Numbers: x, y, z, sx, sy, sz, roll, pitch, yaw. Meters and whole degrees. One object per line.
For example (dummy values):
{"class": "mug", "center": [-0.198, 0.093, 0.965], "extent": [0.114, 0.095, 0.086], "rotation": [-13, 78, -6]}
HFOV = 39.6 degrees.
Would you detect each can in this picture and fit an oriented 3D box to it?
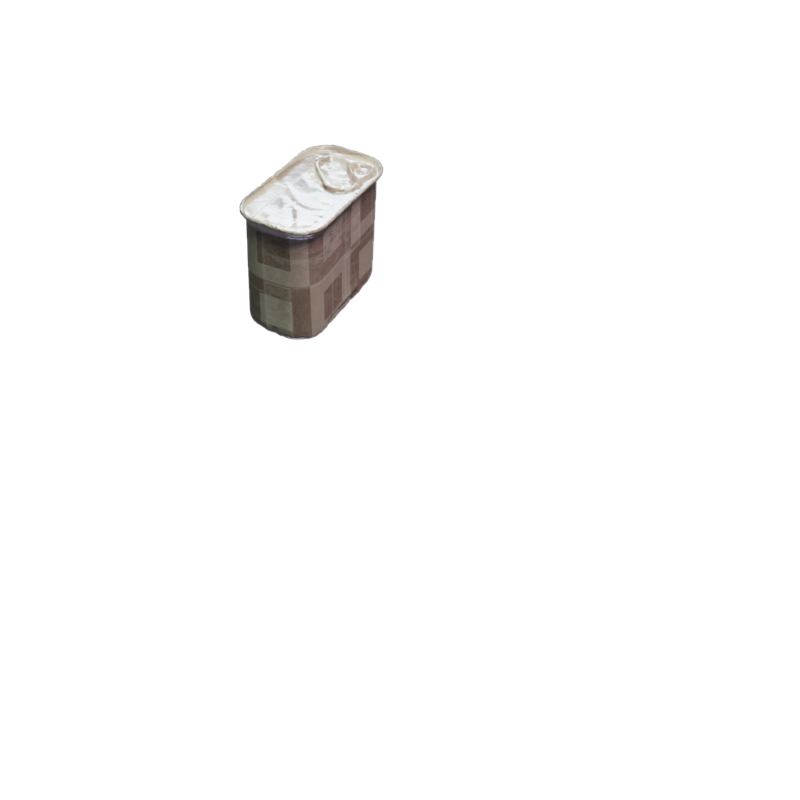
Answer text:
{"class": "can", "center": [-0.055, -0.100, 0.699], "extent": [0.060, 0.078, 0.104], "rotation": [19, 42, 20]}
